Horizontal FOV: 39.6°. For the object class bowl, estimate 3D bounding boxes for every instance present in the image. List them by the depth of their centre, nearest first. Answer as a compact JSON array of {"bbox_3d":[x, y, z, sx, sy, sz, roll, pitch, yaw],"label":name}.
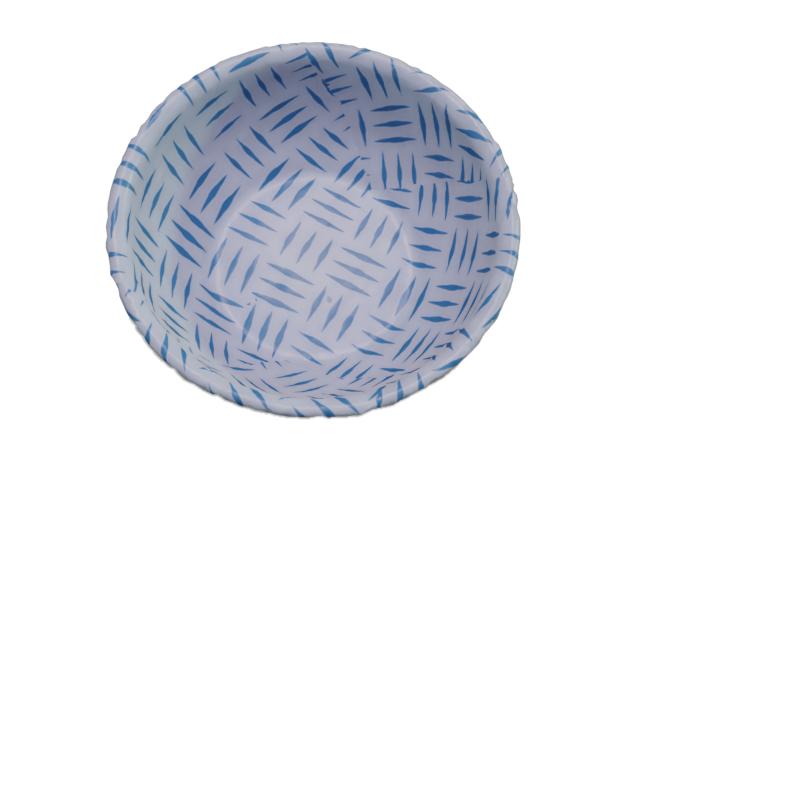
[{"bbox_3d":[-0.036,-0.065,0.455,0.162,0.170,0.052,-1,-22,-1],"label":"bowl"}]
